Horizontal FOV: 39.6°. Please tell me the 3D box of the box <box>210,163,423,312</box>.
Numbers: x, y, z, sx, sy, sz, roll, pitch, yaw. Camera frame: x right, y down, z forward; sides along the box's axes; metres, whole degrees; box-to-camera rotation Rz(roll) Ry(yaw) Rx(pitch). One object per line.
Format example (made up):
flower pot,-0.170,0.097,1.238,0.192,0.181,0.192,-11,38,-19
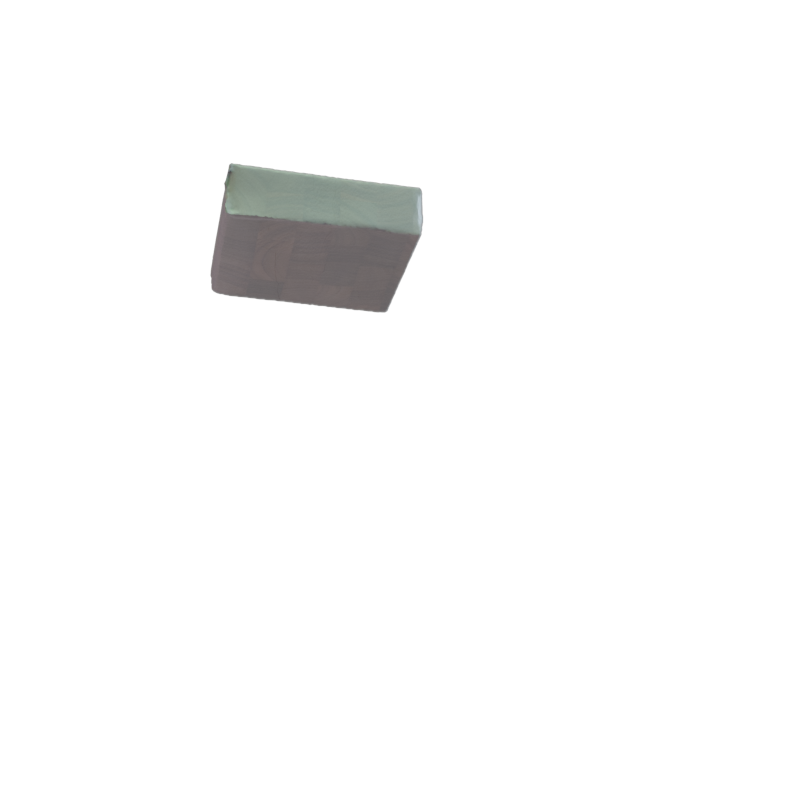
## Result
box,-0.051,-0.093,0.649,0.112,0.041,0.086,5,-29,-10
